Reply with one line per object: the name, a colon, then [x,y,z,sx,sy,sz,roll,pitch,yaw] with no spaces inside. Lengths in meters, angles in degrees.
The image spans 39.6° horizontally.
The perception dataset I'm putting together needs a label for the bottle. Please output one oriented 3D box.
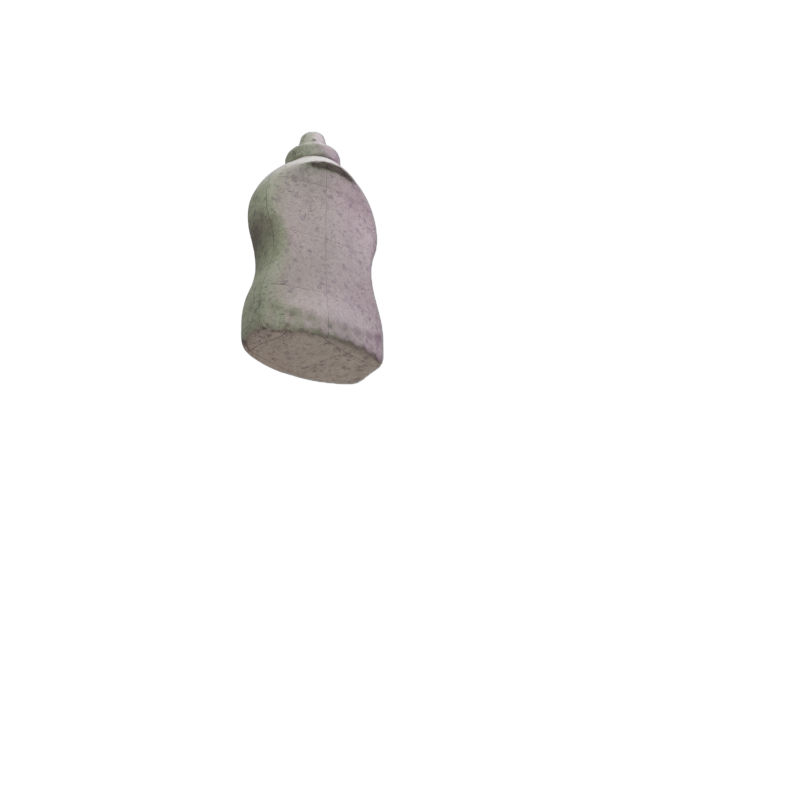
bottle: [-0.061,-0.111,0.777,0.092,0.205,0.057,16,-37,-26]
